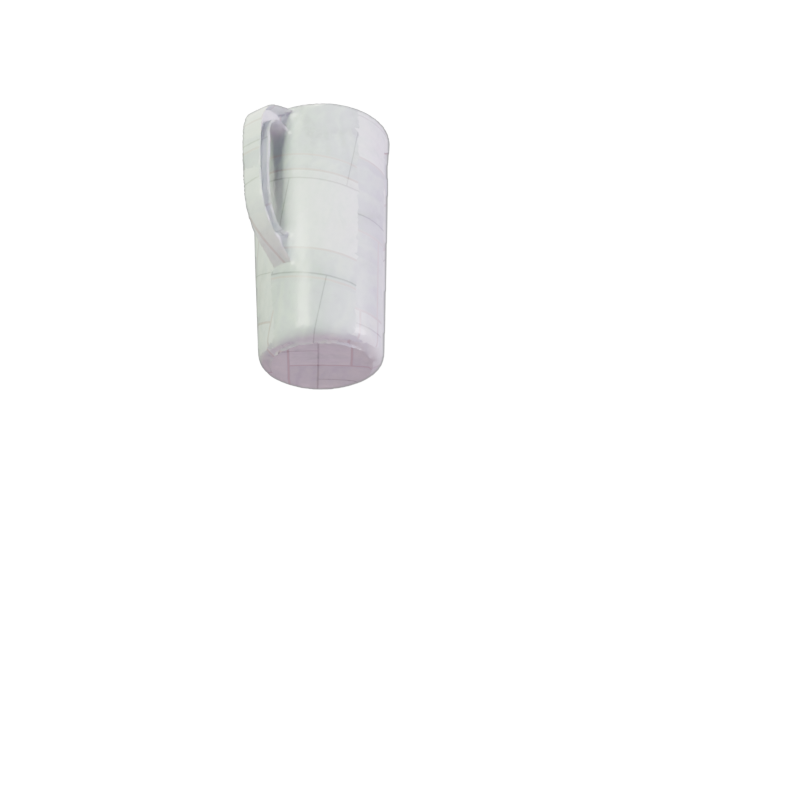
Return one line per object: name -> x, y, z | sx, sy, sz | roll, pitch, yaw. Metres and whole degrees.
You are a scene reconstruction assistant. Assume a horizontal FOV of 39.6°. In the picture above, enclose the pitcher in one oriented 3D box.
pitcher -> -0.078, -0.143, 0.999 | 0.147, 0.259, 0.138 | 5, -31, -12
